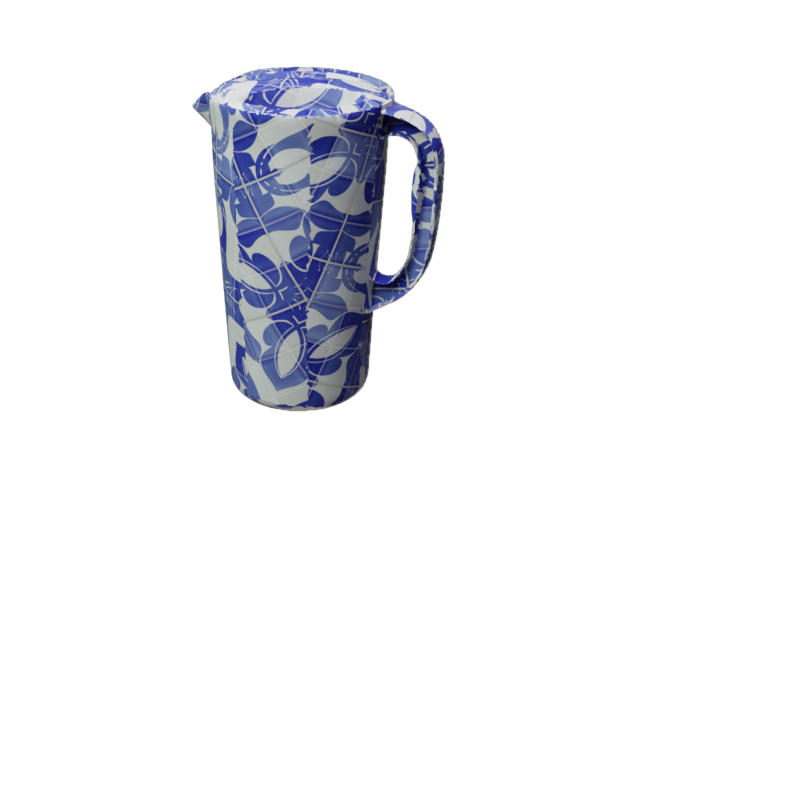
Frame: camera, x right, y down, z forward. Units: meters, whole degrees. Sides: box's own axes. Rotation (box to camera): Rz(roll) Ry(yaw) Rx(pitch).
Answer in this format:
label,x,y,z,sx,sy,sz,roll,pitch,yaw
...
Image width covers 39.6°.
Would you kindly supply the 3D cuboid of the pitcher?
label,x,y,z,sx,sy,sz,roll,pitch,yaw
pitcher,-0.064,-0.117,0.820,0.142,0.230,0.160,-11,29,-25
